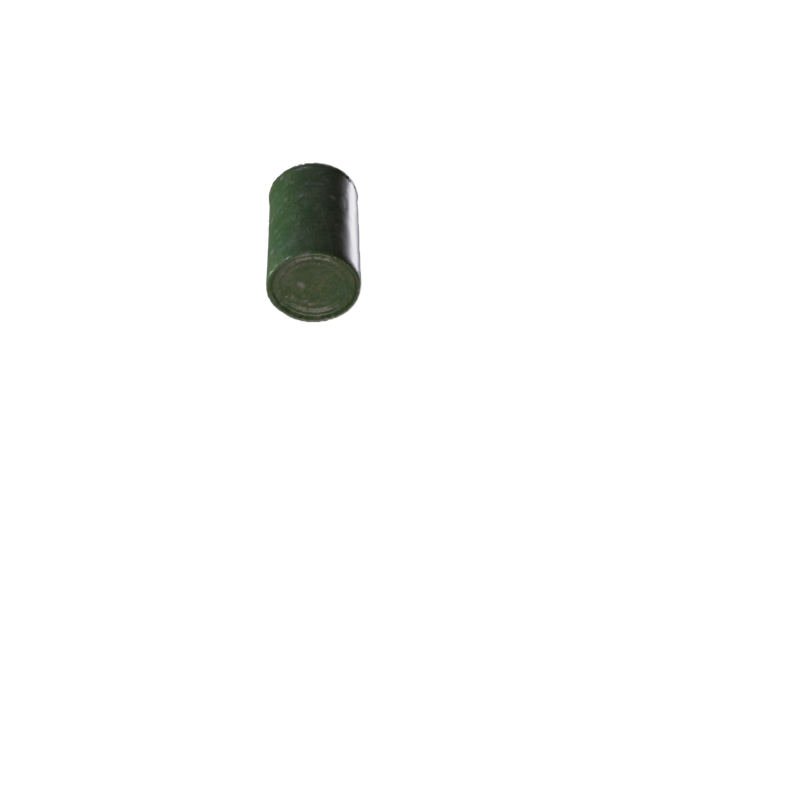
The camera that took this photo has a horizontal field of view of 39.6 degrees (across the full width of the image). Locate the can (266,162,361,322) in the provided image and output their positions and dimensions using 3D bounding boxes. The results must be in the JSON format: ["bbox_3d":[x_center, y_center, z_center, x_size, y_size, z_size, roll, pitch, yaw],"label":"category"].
[{"bbox_3d":[-0.063,-0.114,0.802,0.068,0.064,0.110,-1,44,-3],"label":"can"}]
